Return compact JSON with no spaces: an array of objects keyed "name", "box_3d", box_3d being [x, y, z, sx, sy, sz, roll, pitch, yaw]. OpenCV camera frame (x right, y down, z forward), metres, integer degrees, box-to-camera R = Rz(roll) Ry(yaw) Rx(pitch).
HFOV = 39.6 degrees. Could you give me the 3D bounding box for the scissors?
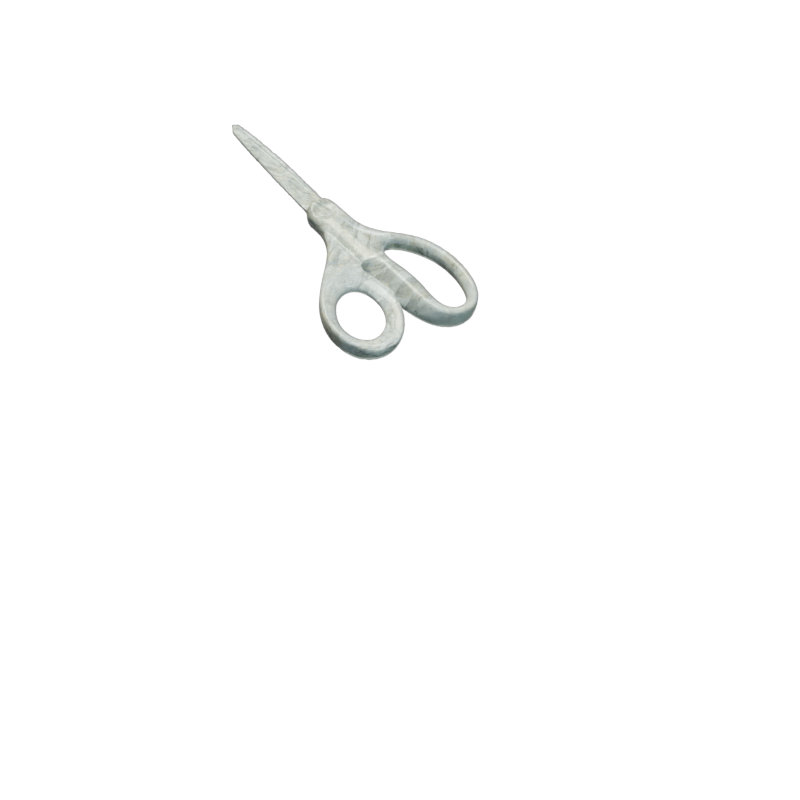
[{"name":"scissors","box_3d":[-0.050,-0.092,0.644,0.212,0.098,0.015,32,-31,22]}]
